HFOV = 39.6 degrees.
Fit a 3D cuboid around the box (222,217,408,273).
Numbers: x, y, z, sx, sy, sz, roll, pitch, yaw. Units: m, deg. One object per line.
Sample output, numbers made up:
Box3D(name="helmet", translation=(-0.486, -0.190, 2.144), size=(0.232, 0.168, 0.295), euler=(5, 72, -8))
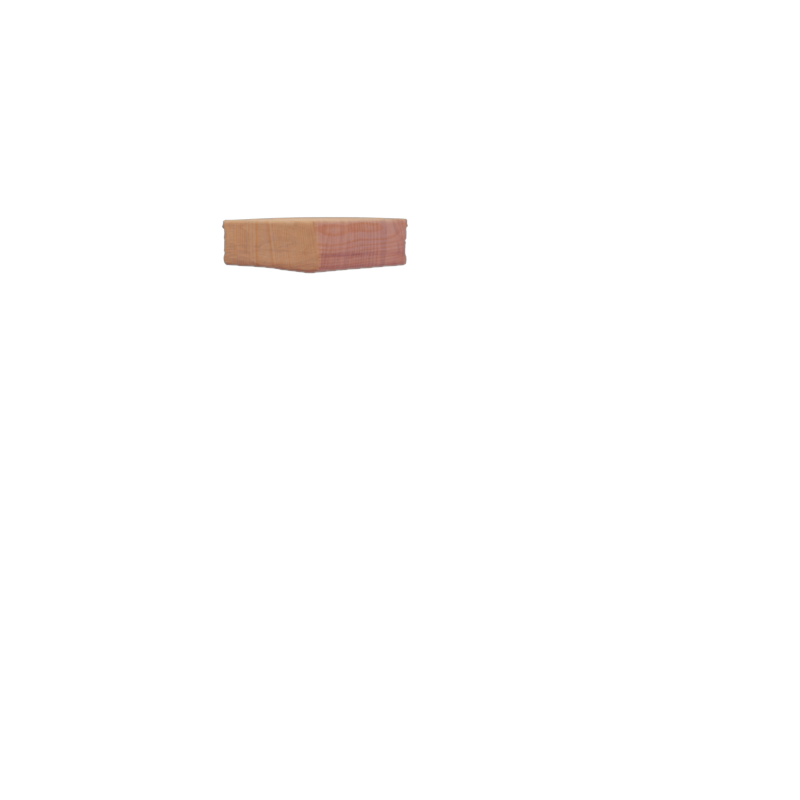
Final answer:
Box3D(name="box", translation=(-0.065, -0.118, 0.824), size=(0.087, 0.038, 0.119), euler=(-9, 14, -42))
